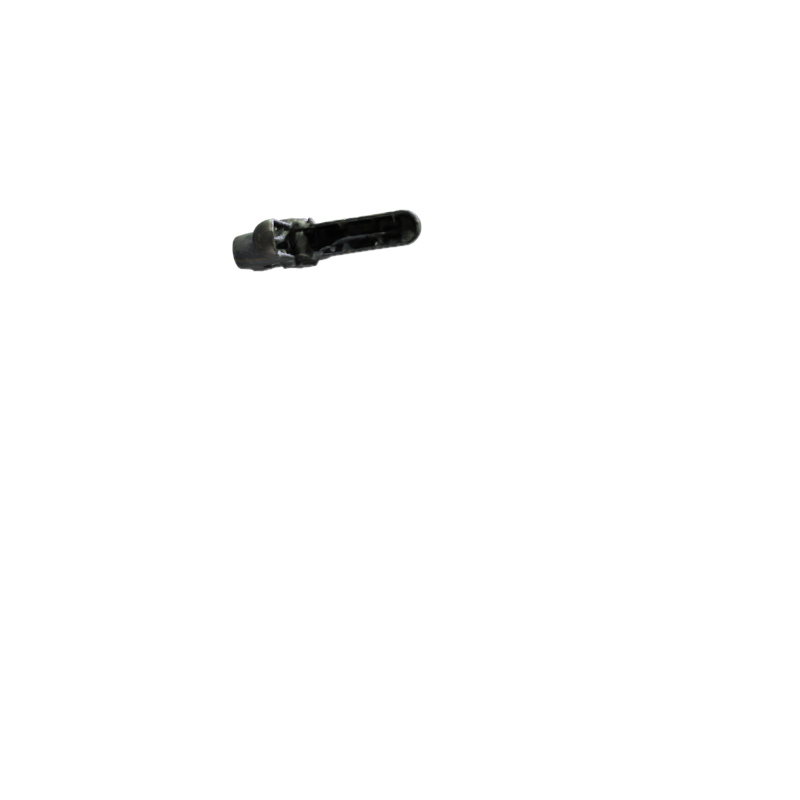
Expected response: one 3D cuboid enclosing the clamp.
[{"bbox_3d":[-0.063,-0.114,0.800,0.117,0.039,0.175,-1,5,-18],"label":"clamp"}]
